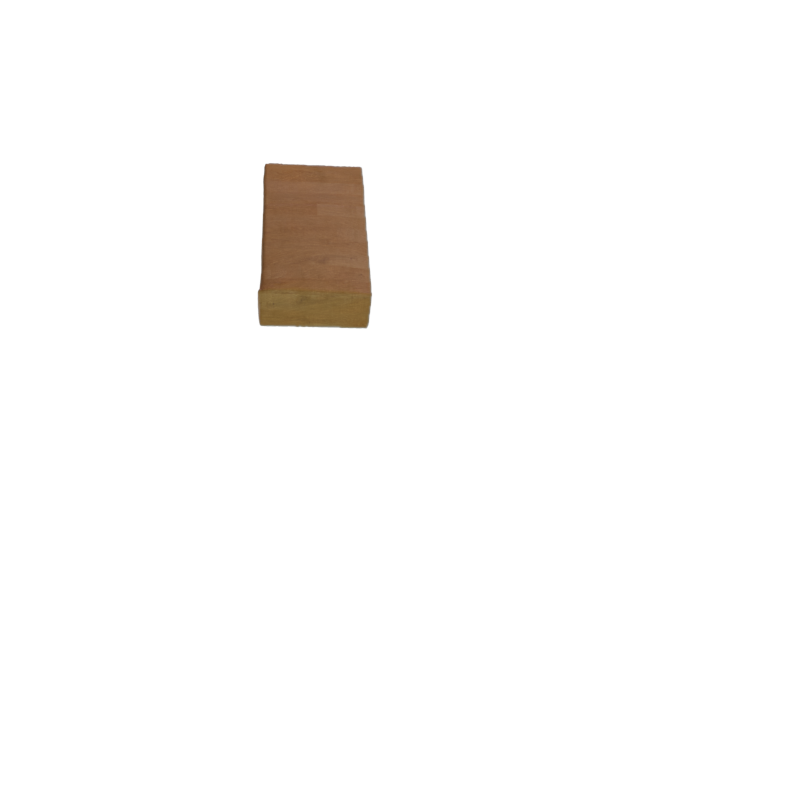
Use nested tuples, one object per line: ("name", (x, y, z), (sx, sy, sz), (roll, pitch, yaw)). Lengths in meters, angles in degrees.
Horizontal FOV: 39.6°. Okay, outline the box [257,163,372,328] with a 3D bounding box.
("box", (-0.075, -0.138, 0.967), (0.093, 0.045, 0.189), (1, 42, -4))
